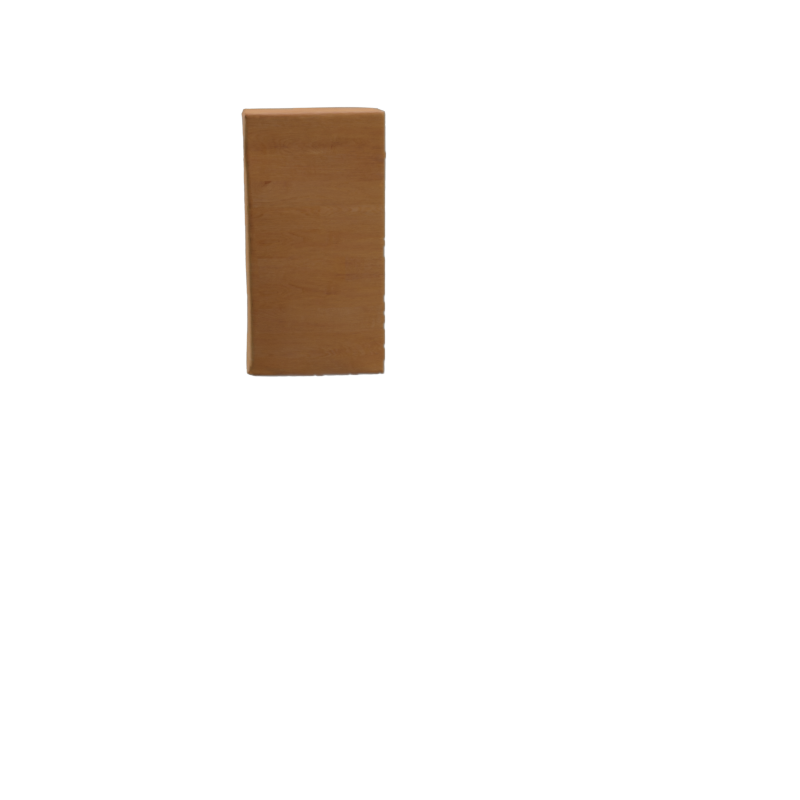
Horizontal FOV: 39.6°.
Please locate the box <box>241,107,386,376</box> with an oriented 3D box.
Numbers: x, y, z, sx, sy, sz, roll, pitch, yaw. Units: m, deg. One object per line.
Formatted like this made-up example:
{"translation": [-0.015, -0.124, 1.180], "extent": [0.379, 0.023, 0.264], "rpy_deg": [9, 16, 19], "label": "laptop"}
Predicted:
{"translation": [-0.057, -0.105, 0.735], "extent": [0.092, 0.172, 0.050], "rpy_deg": [-1, 10, -7], "label": "box"}
